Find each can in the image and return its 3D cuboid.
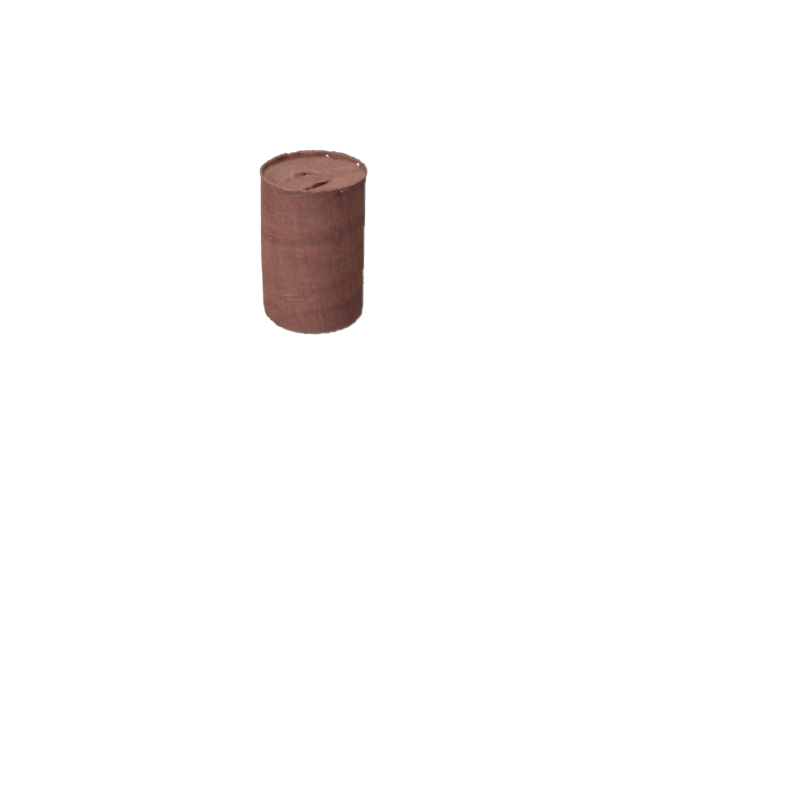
[{"bbox_3d":[-0.056,-0.103,0.719,0.068,0.096,0.073,0,29,-2],"label":"can"}]
